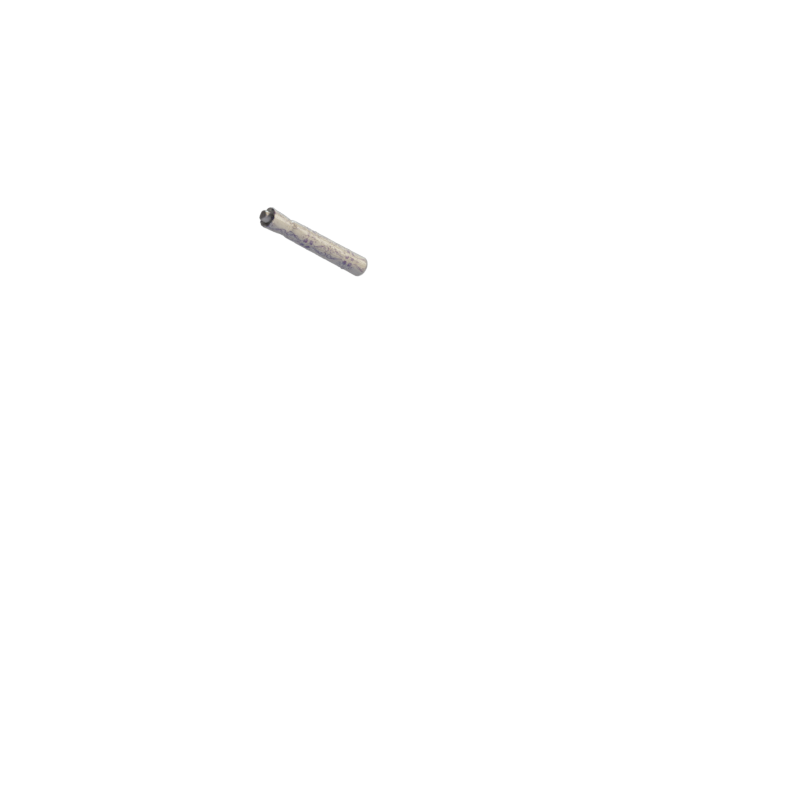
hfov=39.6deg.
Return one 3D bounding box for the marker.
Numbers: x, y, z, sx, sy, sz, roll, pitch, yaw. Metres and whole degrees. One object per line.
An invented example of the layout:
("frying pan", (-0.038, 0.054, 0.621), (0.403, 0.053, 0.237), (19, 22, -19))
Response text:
("marker", (-0.077, -0.140, 0.978), (0.113, 0.020, 0.021), (24, -13, -38))
